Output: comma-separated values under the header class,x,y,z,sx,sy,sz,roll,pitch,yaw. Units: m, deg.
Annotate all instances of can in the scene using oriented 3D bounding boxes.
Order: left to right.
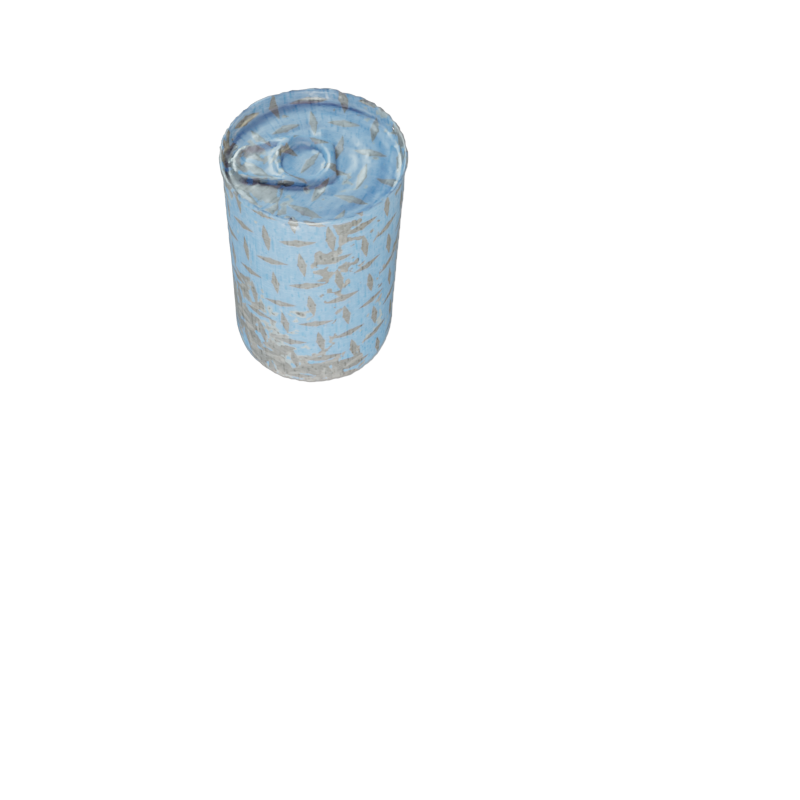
class,x,y,z,sx,sy,sz,roll,pitch,yaw
can,-0.034,-0.062,0.435,0.068,0.073,0.095,0,-36,-3
